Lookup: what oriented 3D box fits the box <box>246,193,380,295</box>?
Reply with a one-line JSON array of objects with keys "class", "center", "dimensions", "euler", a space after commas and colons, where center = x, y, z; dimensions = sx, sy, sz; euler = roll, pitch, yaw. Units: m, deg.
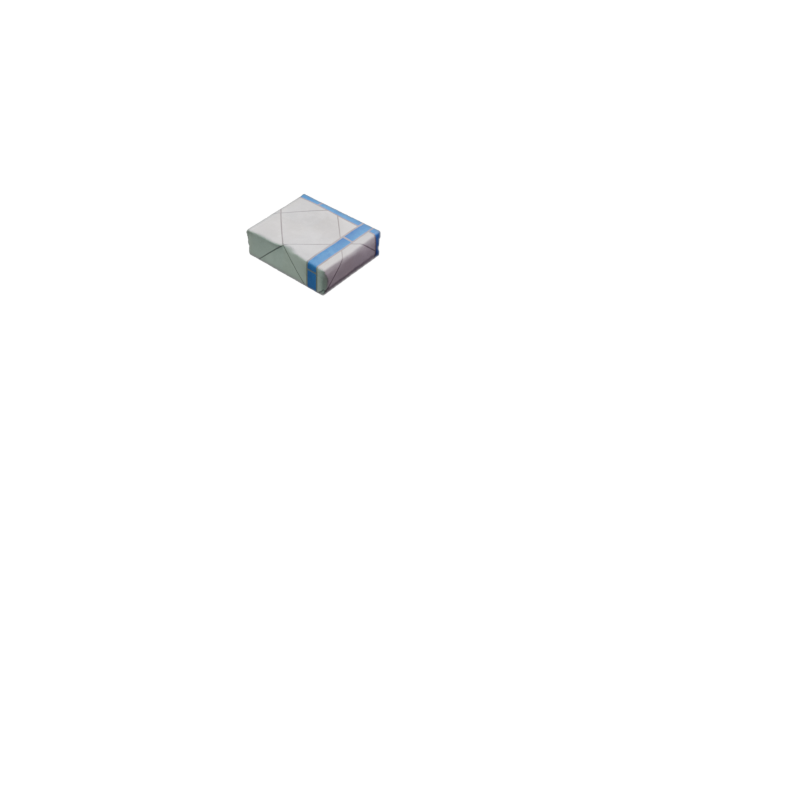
[{"class": "box", "center": [-0.073, -0.134, 0.936], "dimensions": [0.095, 0.028, 0.074], "euler": [30, 49, 29]}]
